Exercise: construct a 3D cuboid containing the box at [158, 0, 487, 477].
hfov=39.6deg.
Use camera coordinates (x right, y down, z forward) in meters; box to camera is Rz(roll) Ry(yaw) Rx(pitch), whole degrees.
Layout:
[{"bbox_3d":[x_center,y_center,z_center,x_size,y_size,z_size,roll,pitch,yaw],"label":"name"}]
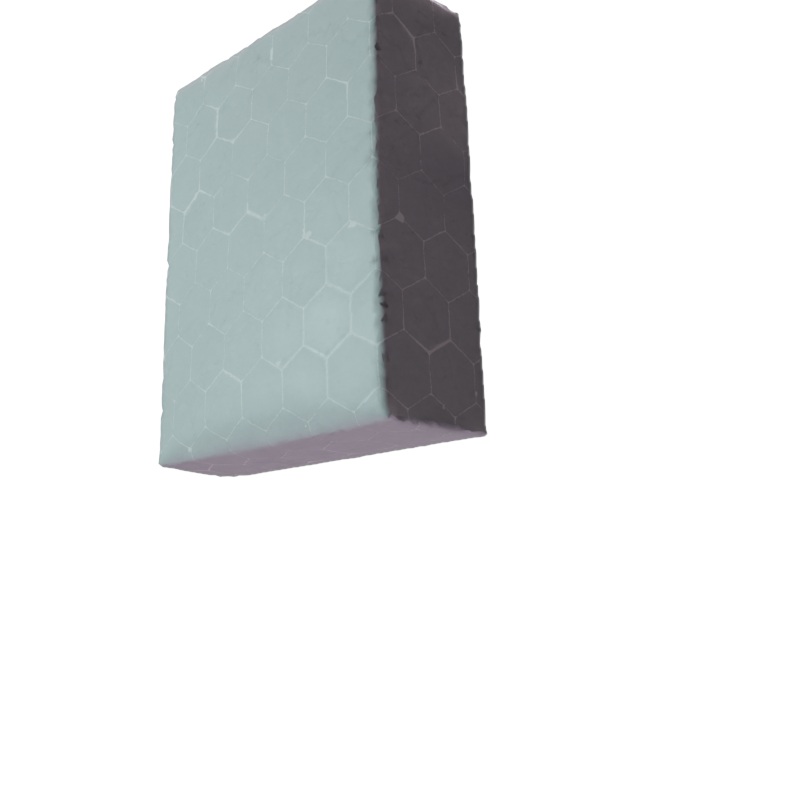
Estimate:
[{"bbox_3d":[-0.043,-0.079,0.551,0.068,0.224,0.166,17,-25,-42],"label":"box"}]
